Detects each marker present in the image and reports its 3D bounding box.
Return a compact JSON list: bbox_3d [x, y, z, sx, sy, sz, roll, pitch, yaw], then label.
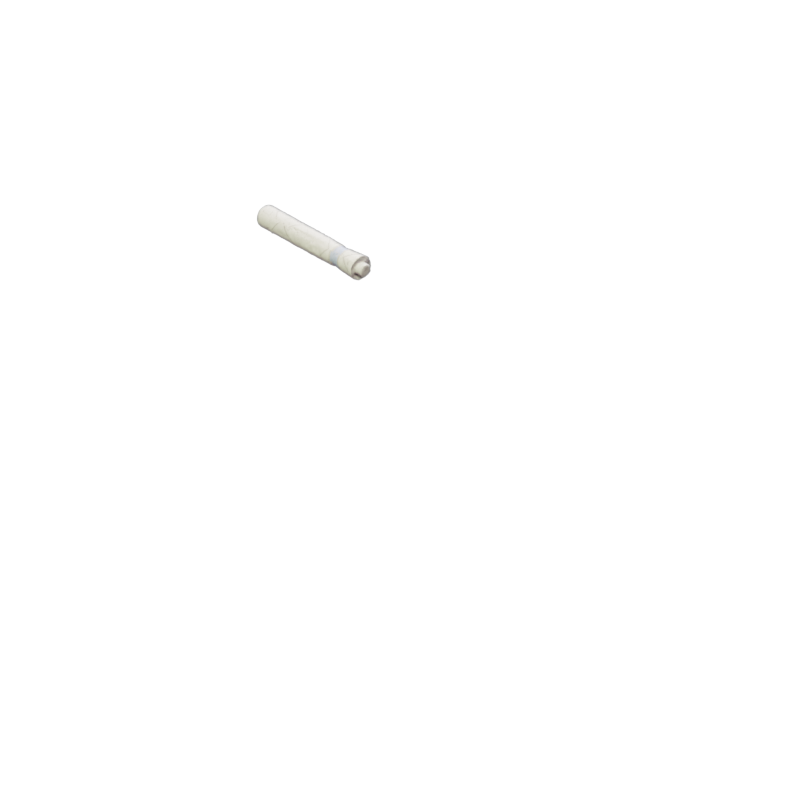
[{"bbox_3d":[-0.064,-0.117,0.817,0.019,0.019,0.130,-3,26,-41],"label":"marker"}]
